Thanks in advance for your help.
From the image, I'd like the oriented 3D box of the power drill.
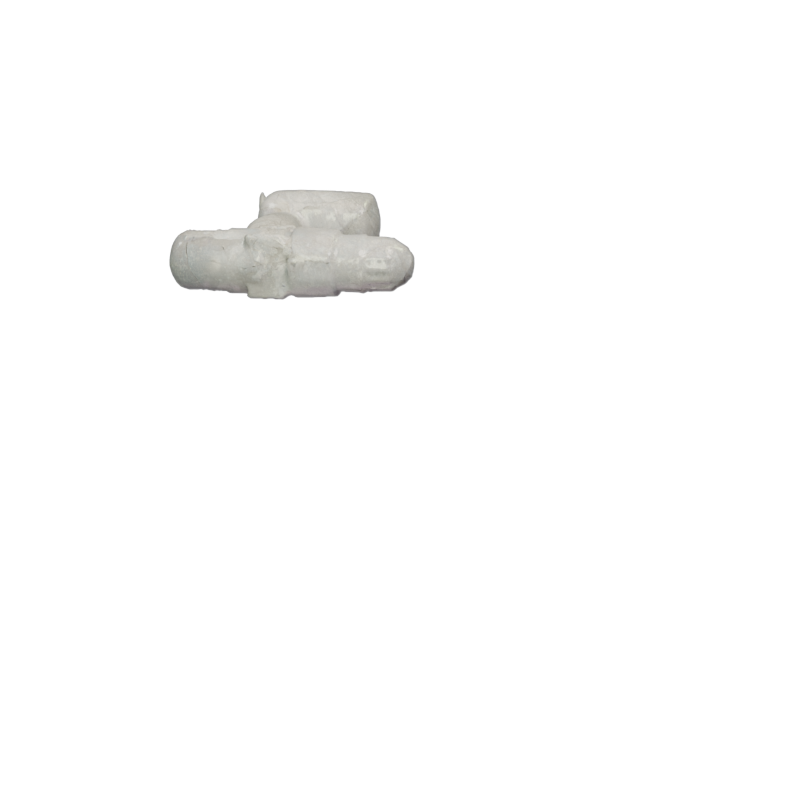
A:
[{"bbox_3d":[-0.069,-0.126,0.883,0.188,0.055,0.191,4,18,12],"label":"power drill"}]
